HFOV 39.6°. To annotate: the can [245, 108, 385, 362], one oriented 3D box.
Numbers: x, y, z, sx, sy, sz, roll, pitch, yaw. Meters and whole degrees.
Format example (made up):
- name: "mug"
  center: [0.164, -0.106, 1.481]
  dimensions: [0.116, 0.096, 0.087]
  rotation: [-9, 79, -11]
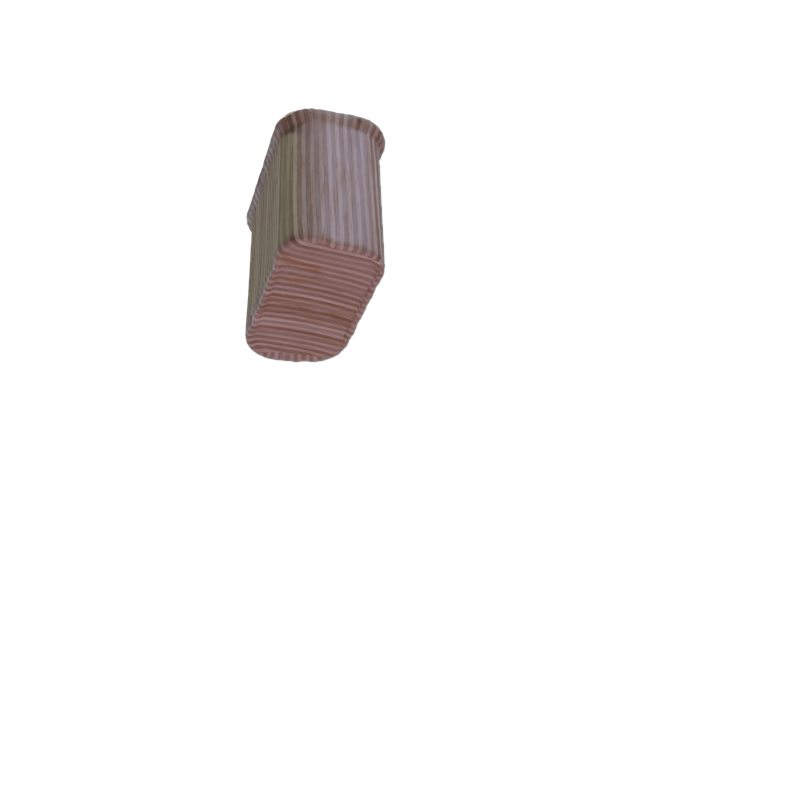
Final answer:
- name: "can"
  center: [-0.043, -0.079, 0.554]
  dimensions: [0.056, 0.090, 0.097]
  rotation: [9, -38, -15]
